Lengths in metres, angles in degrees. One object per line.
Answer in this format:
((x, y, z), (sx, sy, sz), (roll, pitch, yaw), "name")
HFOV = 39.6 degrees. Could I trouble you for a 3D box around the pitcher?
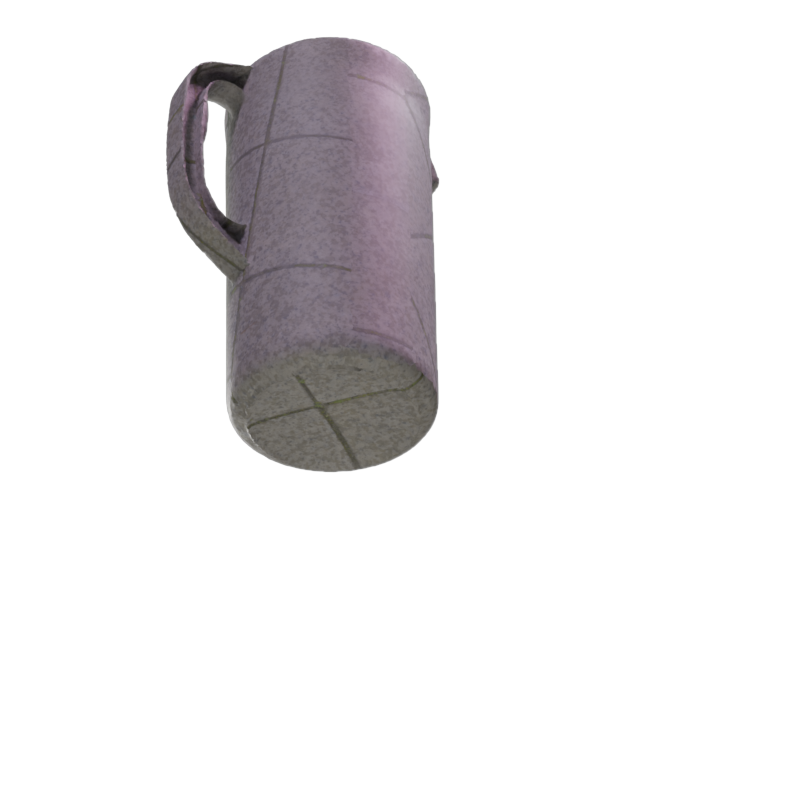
((-0.050, -0.091, 0.634), (0.150, 0.261, 0.134), (-8, -41, 6), "pitcher")
